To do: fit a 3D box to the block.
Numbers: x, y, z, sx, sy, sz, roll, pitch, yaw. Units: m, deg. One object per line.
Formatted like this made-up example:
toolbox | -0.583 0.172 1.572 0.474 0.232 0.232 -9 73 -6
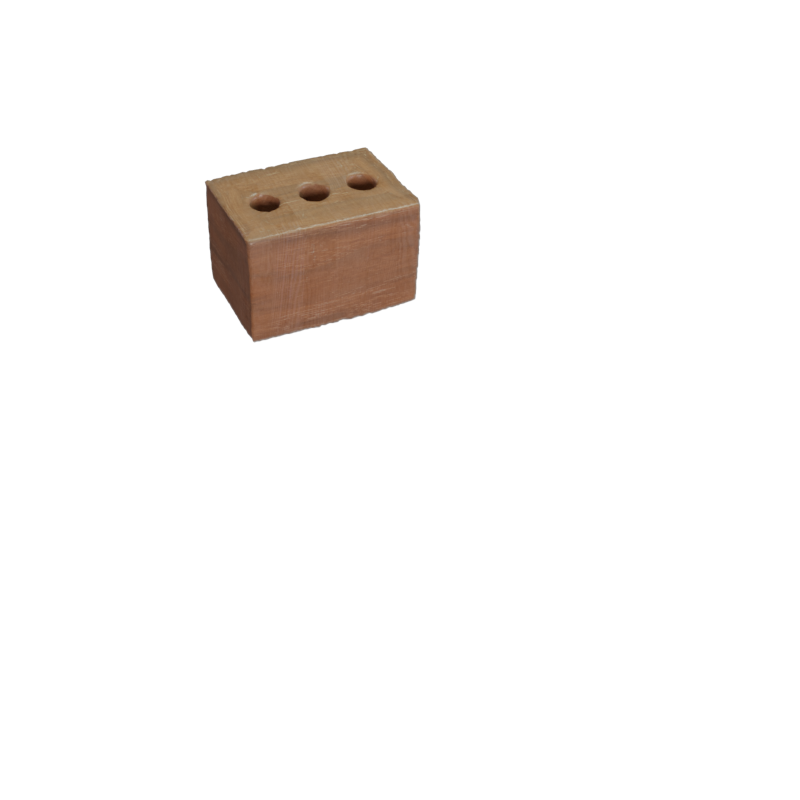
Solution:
block | -0.037 -0.067 0.470 0.077 0.048 0.057 -16 40 -21
